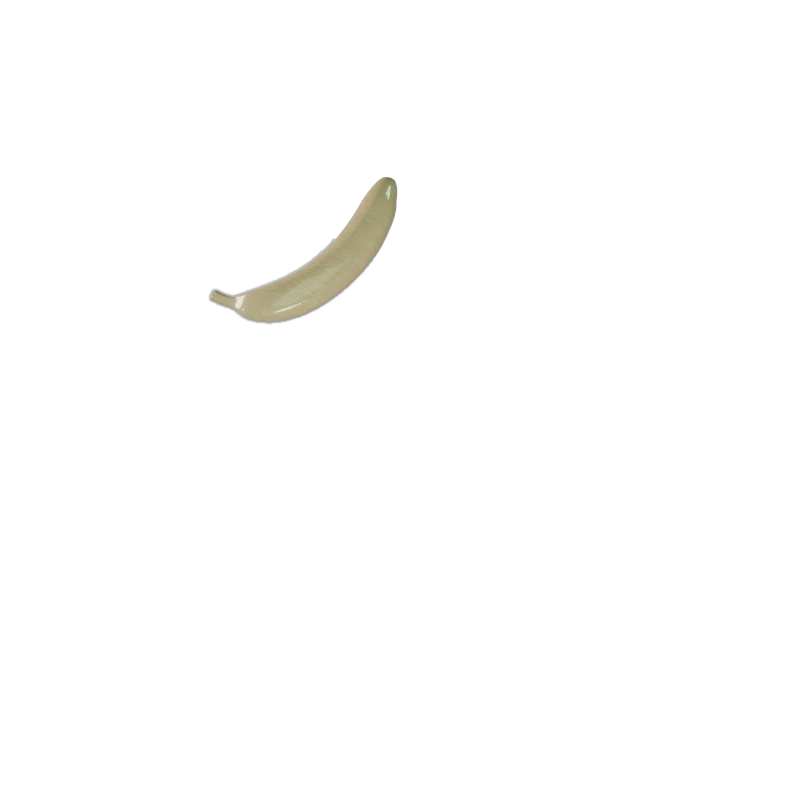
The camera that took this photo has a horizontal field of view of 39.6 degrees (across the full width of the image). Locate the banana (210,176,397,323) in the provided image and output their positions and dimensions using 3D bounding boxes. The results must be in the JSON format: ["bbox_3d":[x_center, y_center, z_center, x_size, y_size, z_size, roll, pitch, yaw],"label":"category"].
[{"bbox_3d":[-0.069,-0.123,0.976,0.198,0.072,0.035,-35,-14,-11],"label":"banana"}]
